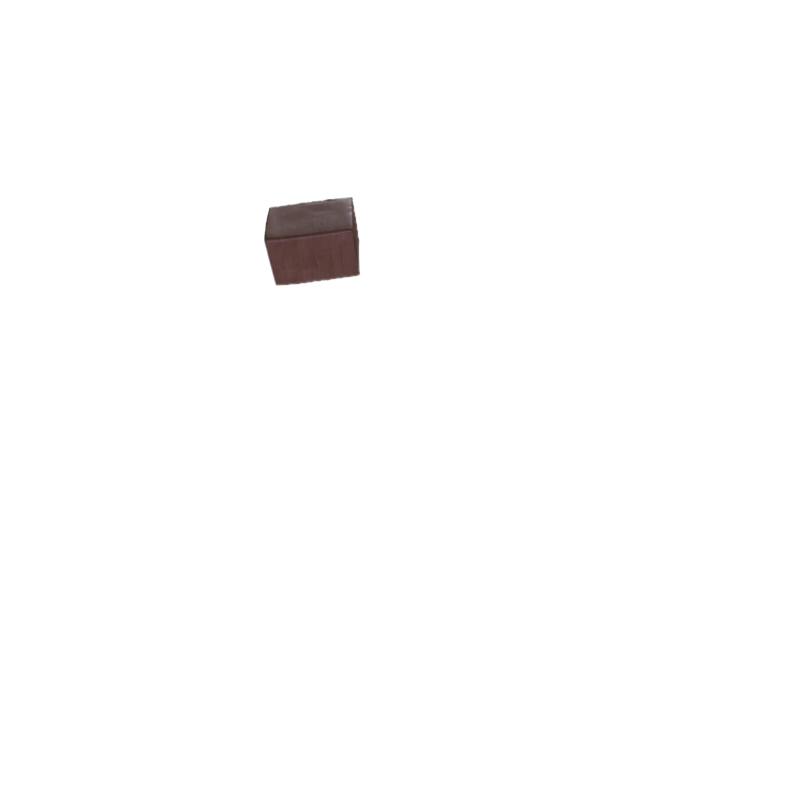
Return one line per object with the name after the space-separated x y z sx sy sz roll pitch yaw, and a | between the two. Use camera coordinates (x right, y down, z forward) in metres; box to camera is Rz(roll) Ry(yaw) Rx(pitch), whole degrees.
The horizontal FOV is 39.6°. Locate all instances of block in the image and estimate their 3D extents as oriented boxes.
-0.076 -0.139 0.975 0.078 0.049 0.055 -6 40 4 | block
